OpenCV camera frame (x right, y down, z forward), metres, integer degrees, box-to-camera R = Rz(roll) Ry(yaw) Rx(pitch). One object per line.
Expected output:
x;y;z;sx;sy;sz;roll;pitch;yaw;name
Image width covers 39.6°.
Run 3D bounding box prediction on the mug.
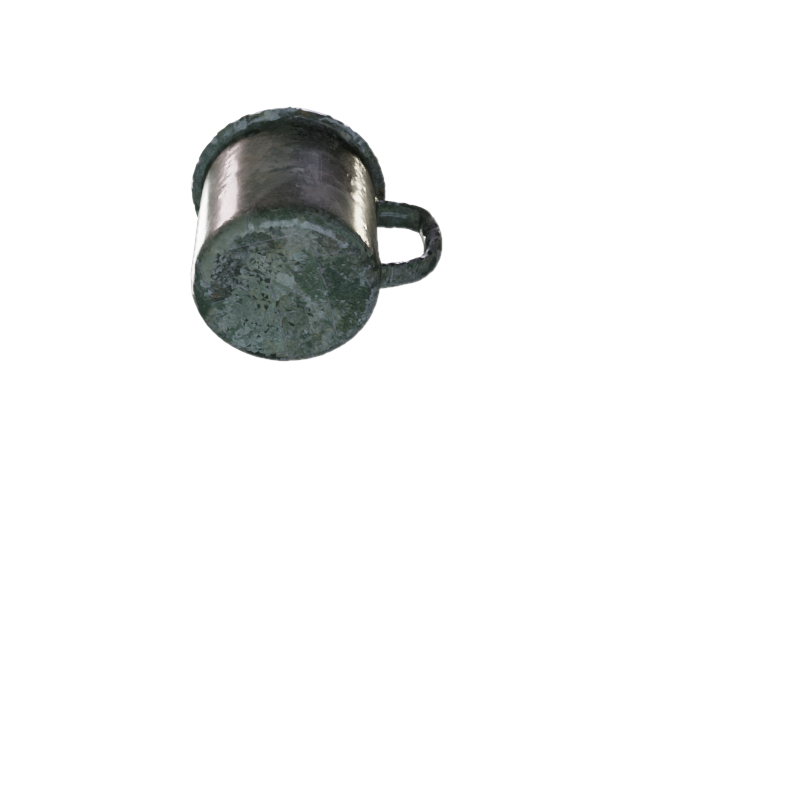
-0.039;-0.072;0.502;0.116;0.087;0.087;4;38;-5;mug
